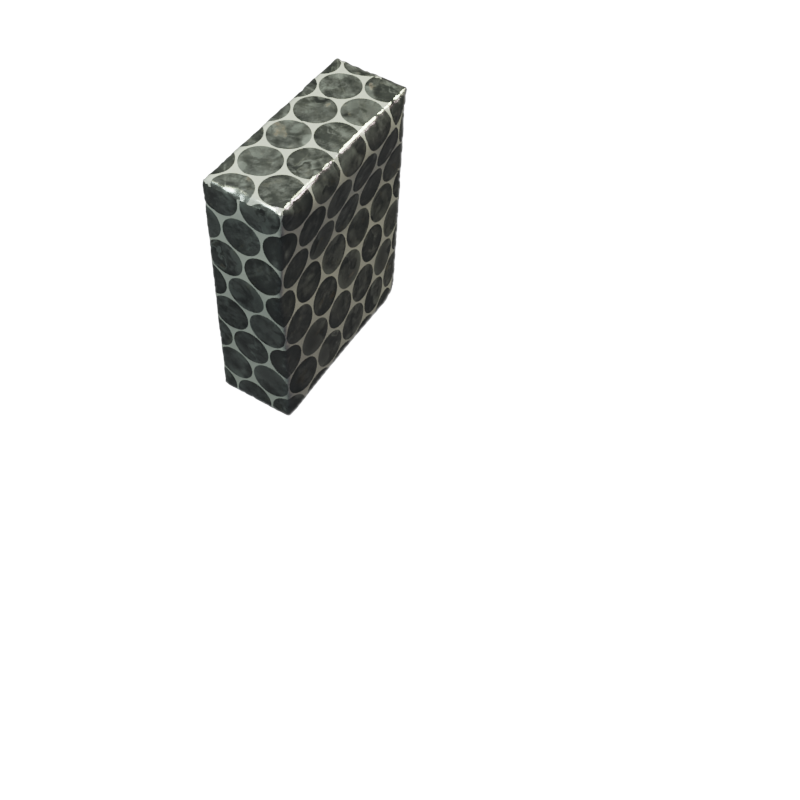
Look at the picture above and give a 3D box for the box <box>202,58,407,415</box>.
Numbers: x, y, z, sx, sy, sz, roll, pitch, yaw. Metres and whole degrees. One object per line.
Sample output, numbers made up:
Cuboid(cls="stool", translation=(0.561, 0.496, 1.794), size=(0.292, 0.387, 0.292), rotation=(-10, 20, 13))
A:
Cuboid(cls="box", translation=(-0.065, -0.118, 0.826), size=(0.075, 0.169, 0.199), rotation=(25, -37, 17))
